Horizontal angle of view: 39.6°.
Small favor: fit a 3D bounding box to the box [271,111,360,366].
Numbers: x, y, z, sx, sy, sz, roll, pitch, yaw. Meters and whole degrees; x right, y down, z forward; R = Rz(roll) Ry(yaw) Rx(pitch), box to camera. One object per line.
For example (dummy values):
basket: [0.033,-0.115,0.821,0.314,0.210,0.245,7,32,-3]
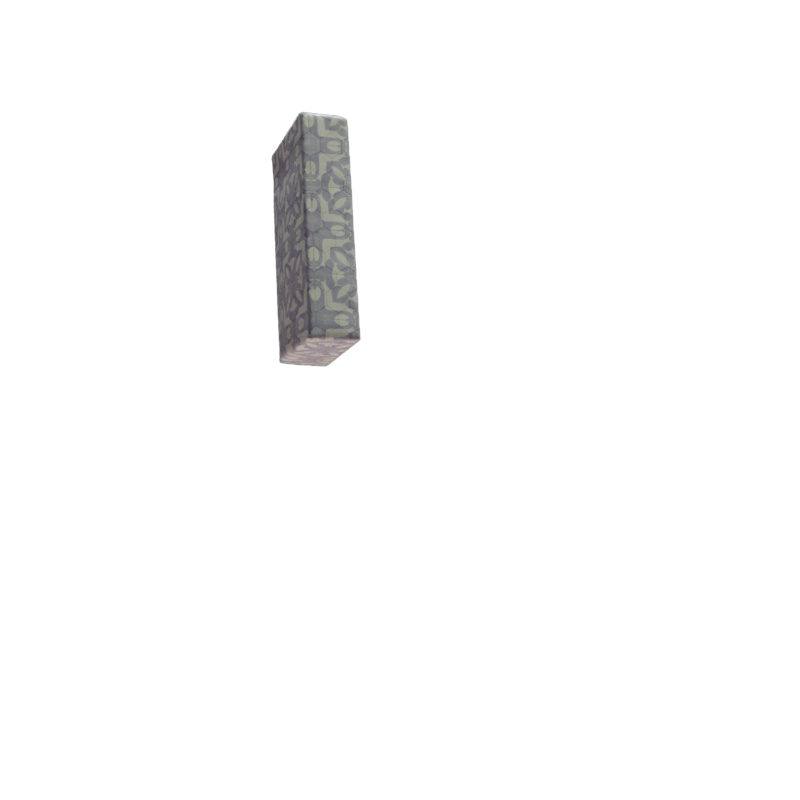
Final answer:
box: [-0.066,-0.121,0.847,0.047,0.184,0.092,5,-17,-19]
